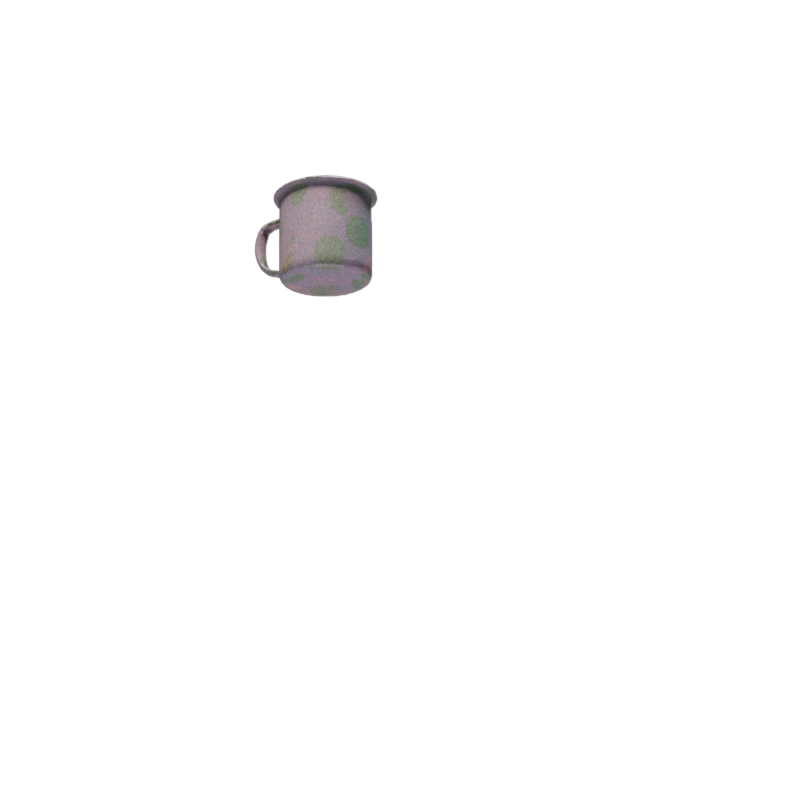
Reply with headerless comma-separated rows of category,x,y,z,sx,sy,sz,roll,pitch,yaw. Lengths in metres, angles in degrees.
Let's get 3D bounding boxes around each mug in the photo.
mug,-0.077,-0.140,0.980,0.119,0.085,0.087,-8,-20,22
